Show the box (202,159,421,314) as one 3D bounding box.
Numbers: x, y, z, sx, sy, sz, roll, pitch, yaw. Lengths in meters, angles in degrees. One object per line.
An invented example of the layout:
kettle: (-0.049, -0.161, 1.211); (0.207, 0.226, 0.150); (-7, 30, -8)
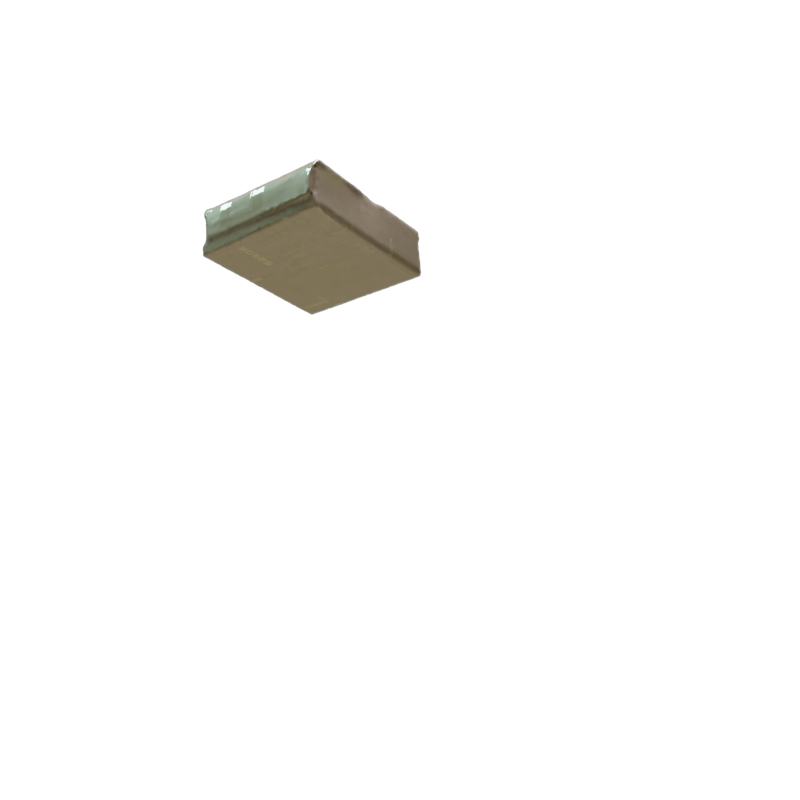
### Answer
box: (-0.044, -0.080, 0.561); (0.074, 0.032, 0.083); (-18, -31, 33)
